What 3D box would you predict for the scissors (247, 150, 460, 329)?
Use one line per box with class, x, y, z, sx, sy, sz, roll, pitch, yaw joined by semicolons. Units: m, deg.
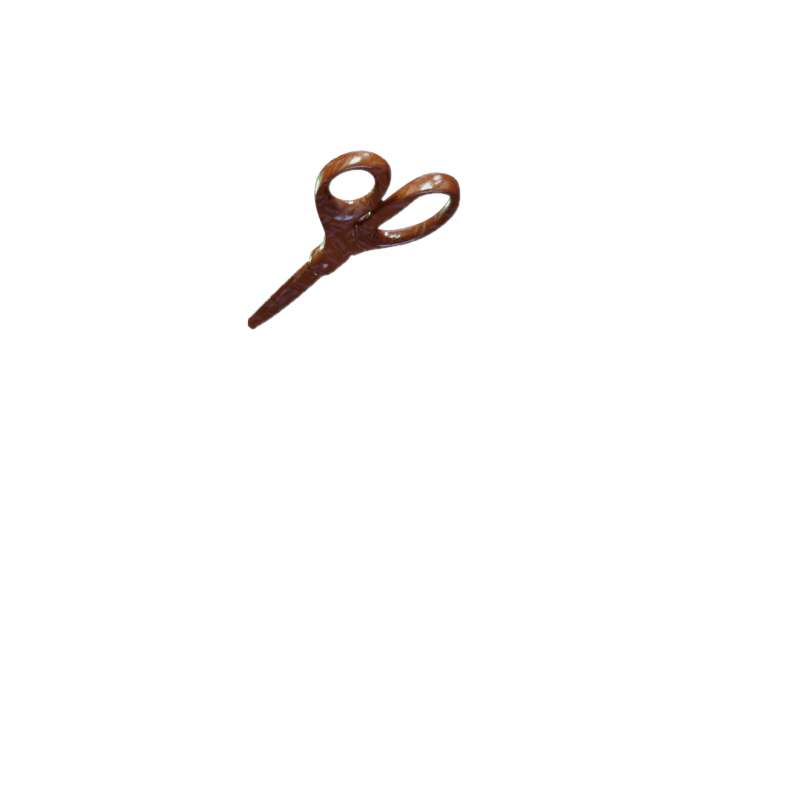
scissors;-0.055;-0.101;0.707;0.202;0.017;0.090;-23;-38;32
